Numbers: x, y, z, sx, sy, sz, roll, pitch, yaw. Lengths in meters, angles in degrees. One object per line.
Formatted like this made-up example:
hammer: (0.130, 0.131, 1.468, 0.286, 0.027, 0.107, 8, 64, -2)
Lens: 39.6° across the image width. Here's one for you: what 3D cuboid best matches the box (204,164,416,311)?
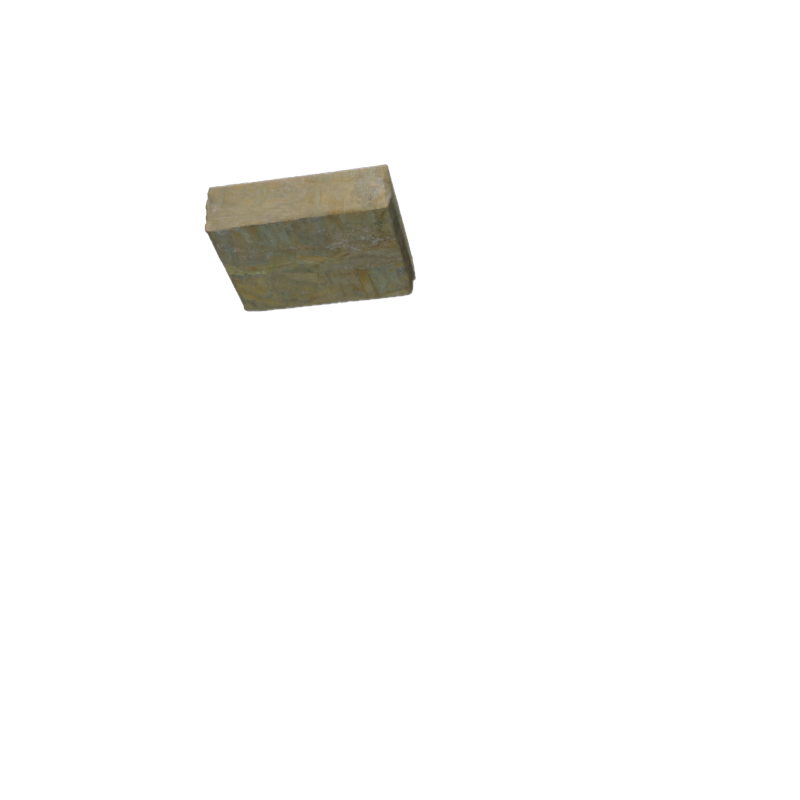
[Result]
box: (-0.053, -0.097, 0.679, 0.114, 0.042, 0.083, -7, -34, 9)
